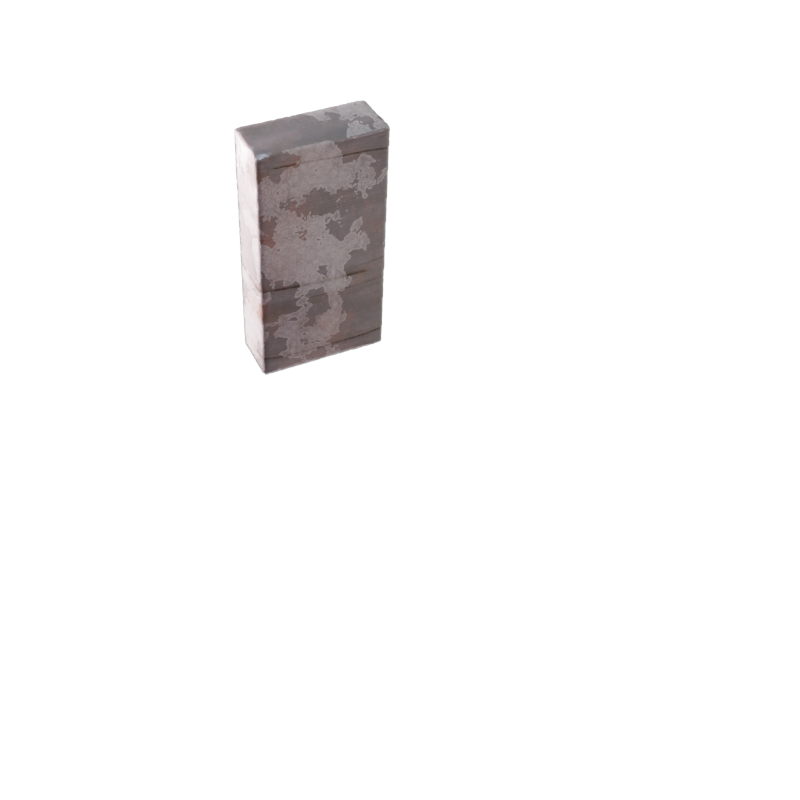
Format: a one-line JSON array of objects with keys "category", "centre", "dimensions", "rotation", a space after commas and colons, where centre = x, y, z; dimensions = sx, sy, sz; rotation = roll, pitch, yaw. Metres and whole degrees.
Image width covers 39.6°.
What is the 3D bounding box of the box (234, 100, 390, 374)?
[{"category": "box", "centre": [-0.058, -0.105, 0.736], "dimensions": [0.092, 0.164, 0.052], "rotation": [-16, 45, -20]}]
